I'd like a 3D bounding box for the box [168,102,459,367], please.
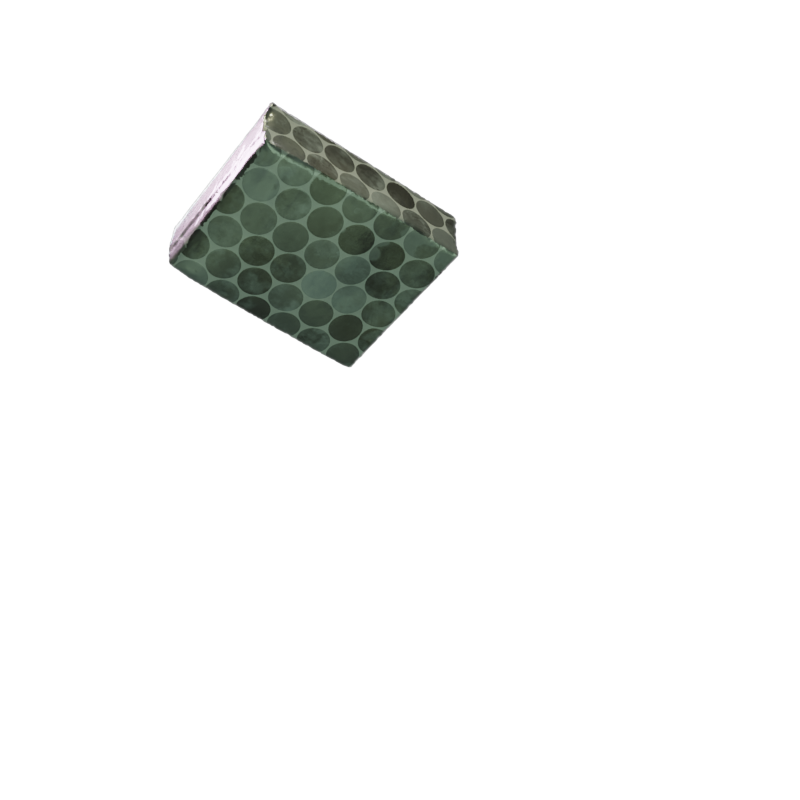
[{"bbox_3d":[-0.042,-0.077,0.538,0.108,0.088,0.042,29,33,-22],"label":"box"}]
